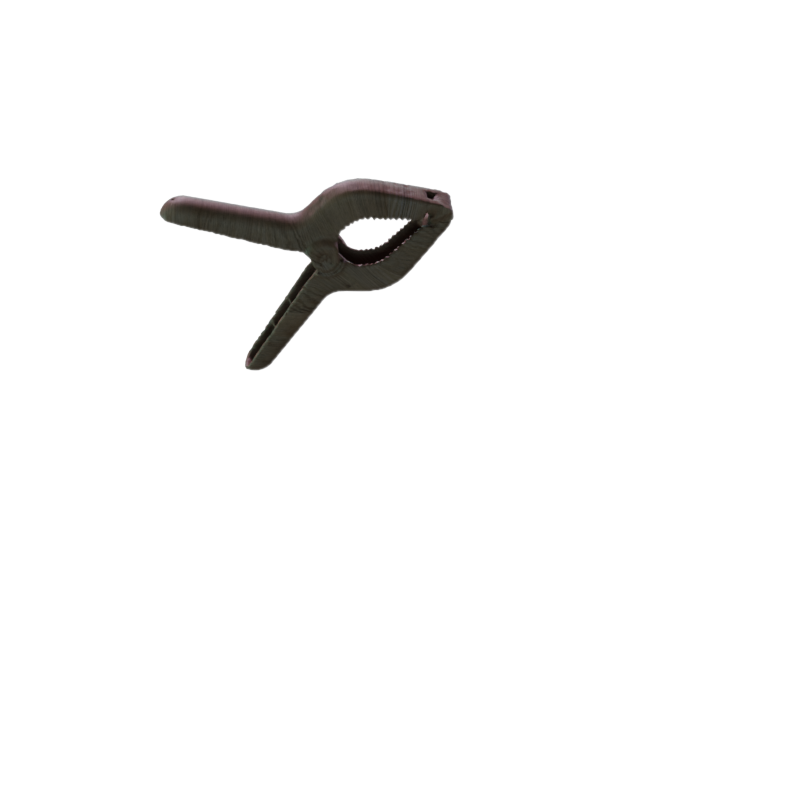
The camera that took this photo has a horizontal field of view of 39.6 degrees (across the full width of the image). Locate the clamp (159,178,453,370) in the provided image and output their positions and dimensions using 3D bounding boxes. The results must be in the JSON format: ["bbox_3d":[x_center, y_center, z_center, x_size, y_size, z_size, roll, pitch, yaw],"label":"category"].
[{"bbox_3d":[-0.065,-0.119,0.834,0.210,0.154,0.039,-24,32,15],"label":"clamp"}]
